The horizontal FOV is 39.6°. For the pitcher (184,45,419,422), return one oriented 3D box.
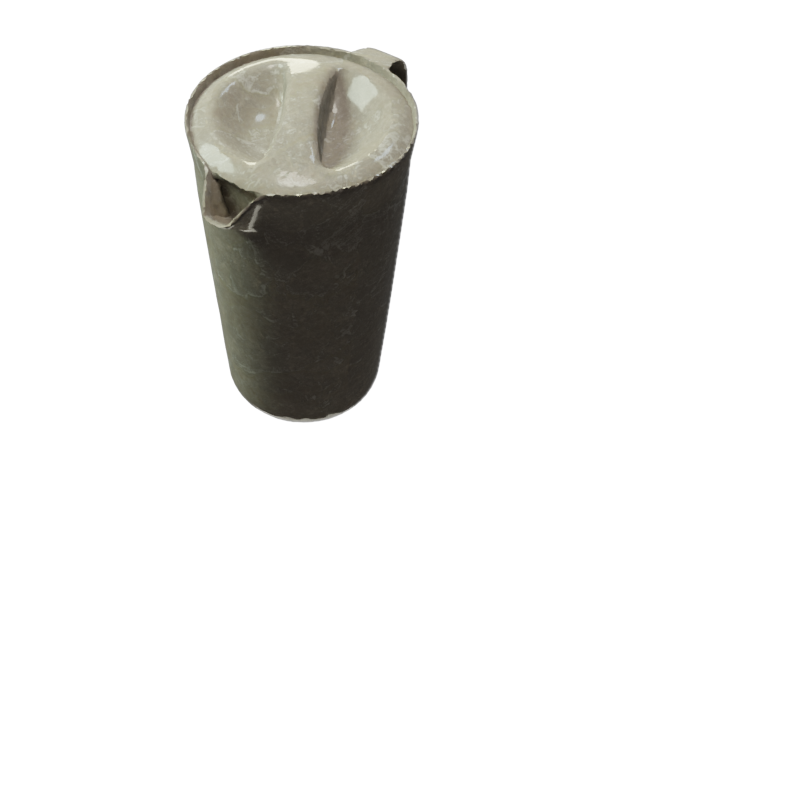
[{"bbox_3d":[-0.056,-0.102,0.717,0.148,0.157,0.227,-9,-38,-10],"label":"pitcher"}]
